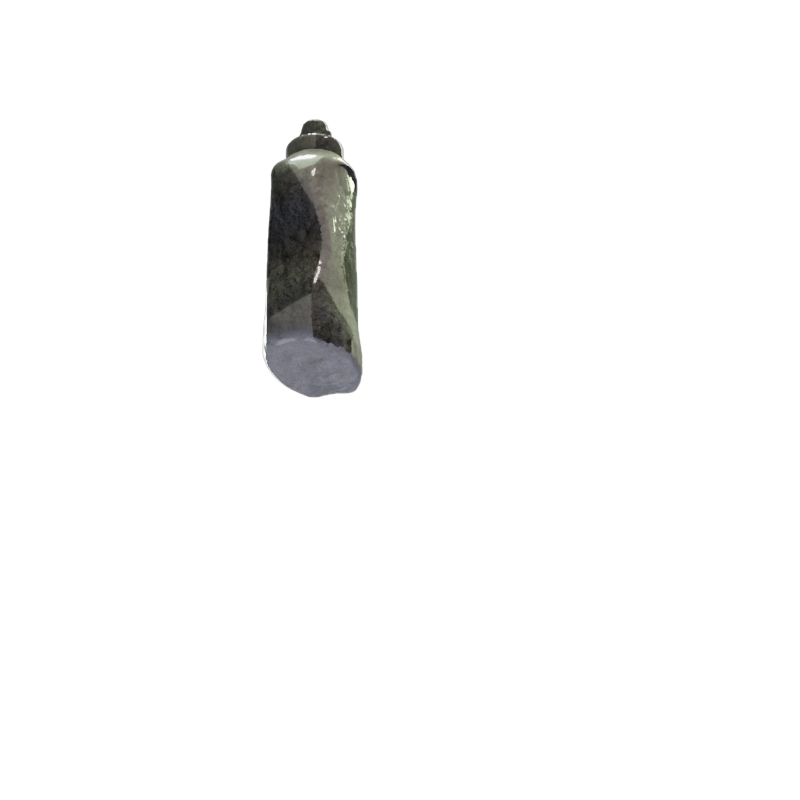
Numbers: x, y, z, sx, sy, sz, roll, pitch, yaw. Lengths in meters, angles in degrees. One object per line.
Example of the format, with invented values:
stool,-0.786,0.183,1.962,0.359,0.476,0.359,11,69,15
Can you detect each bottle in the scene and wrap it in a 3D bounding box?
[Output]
bottle,-0.058,-0.106,0.744,0.059,0.204,0.089,-10,-29,14
